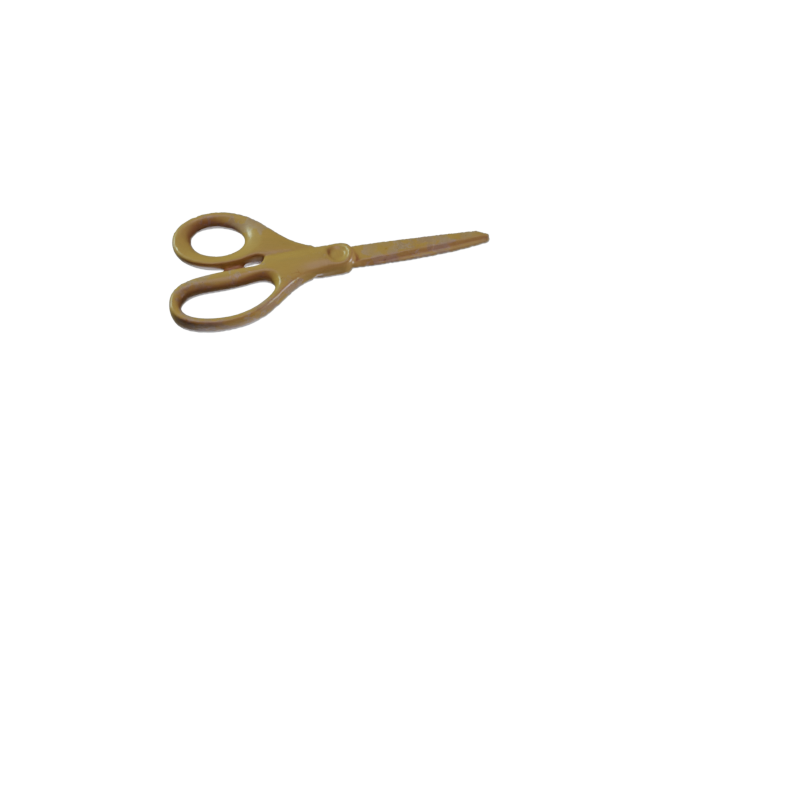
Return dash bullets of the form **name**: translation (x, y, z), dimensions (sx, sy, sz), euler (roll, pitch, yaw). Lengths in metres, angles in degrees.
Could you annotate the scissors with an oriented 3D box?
- **scissors**: translation (-0.054, -0.099, 0.695), dimensions (0.200, 0.104, 0.015), euler (-23, -34, -17)
